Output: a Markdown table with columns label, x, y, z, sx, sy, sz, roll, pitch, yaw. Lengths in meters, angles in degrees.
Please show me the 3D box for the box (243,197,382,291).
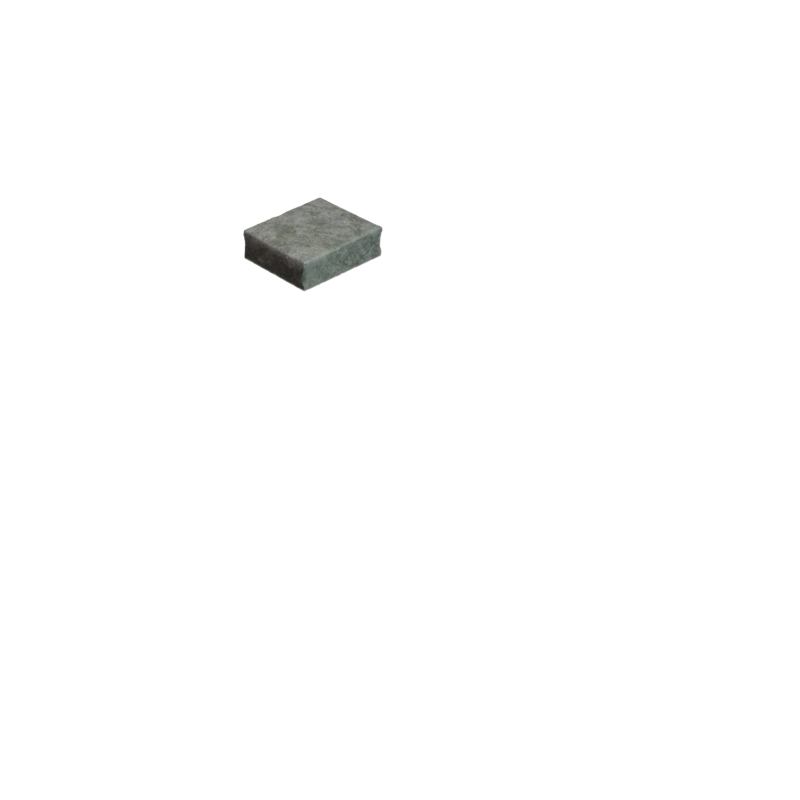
| label | x | y | z | sx | sy | sz | roll | pitch | yaw |
| --- | --- | --- | --- | --- | --- | --- | --- | --- | --- |
| box | -0.070 | -0.128 | 0.895 | 0.078 | 0.028 | 0.089 | 30 | 44 | 35 |
